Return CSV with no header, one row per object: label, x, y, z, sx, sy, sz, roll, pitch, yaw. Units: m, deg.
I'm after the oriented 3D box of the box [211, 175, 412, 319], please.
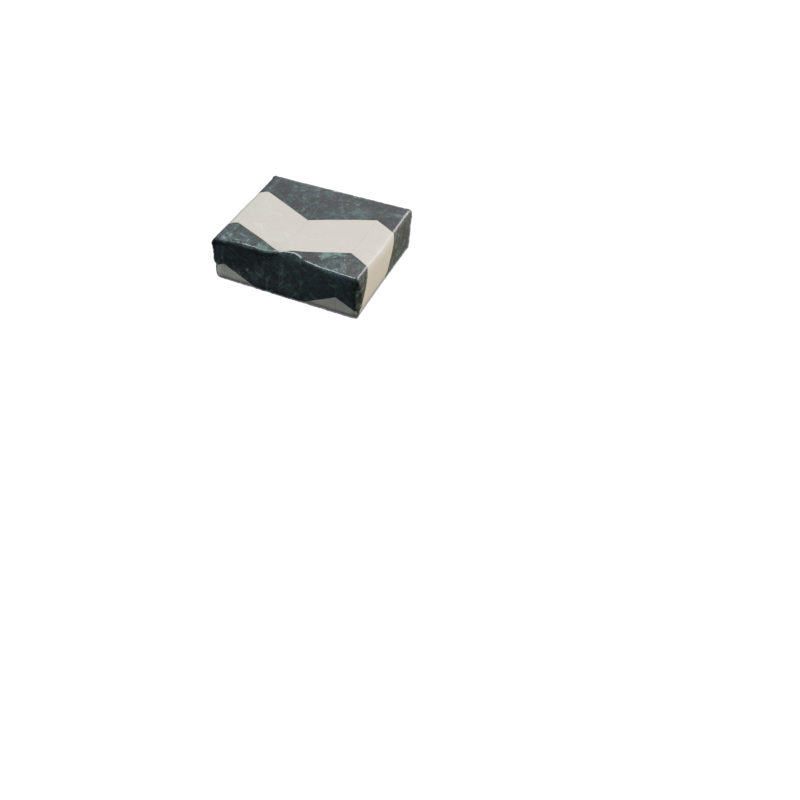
box,-0.048,-0.088,0.615,0.093,0.028,0.075,17,43,19
